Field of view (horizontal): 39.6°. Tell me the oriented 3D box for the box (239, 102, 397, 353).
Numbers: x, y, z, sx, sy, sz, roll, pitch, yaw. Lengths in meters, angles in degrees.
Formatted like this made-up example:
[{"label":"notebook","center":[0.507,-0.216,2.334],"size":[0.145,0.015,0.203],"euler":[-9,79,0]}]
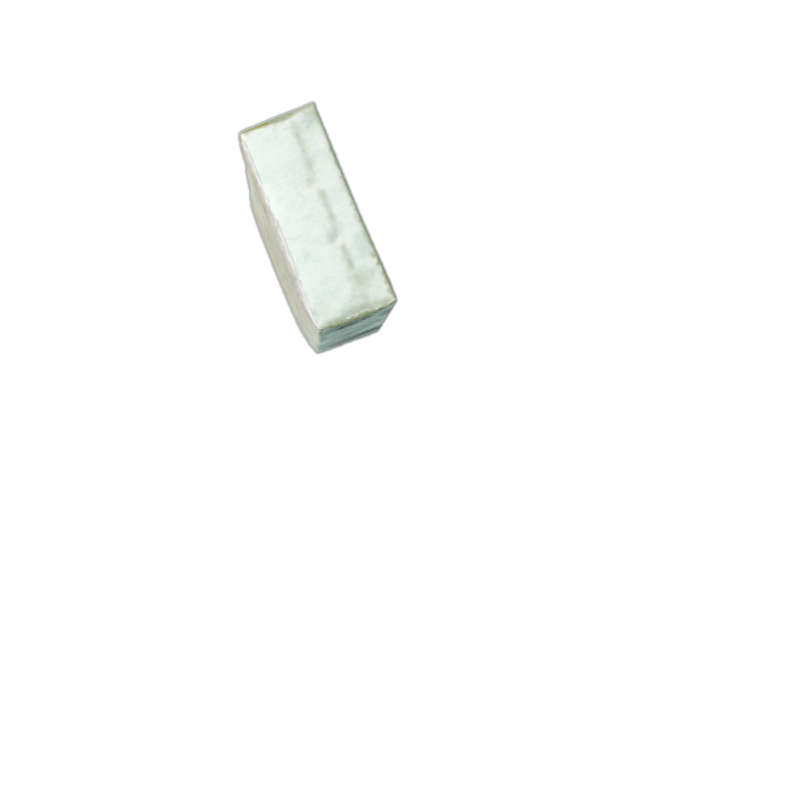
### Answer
[{"label":"box","center":[-0.071,-0.130,0.913],"size":[0.072,0.168,0.210],"euler":[-22,-4,-5]}]
